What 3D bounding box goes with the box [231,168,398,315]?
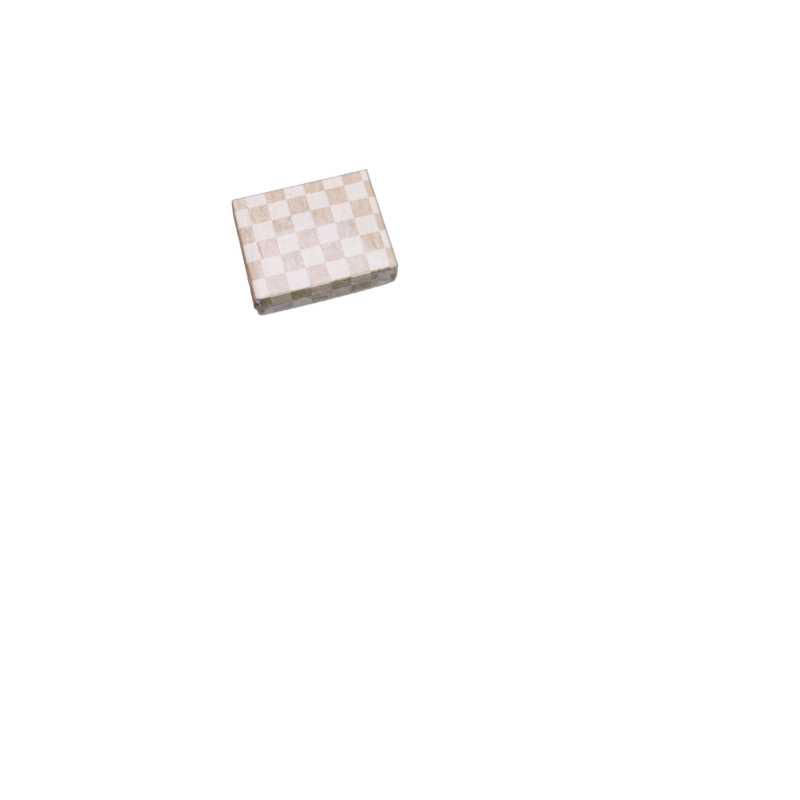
[{"bbox_3d":[-0.067,-0.123,0.860,0.113,0.096,0.037,-14,-25,-7],"label":"box"}]
